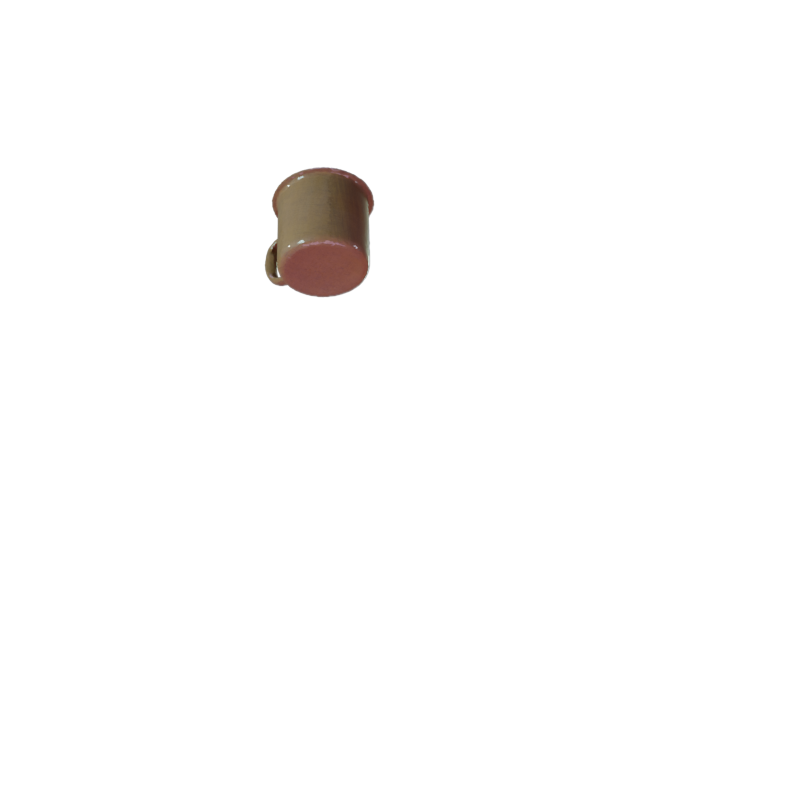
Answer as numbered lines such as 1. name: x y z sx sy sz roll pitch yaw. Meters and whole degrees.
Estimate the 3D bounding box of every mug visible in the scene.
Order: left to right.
1. mug: -0.078 -0.142 0.992 0.117 0.087 0.087 -27 -44 30
